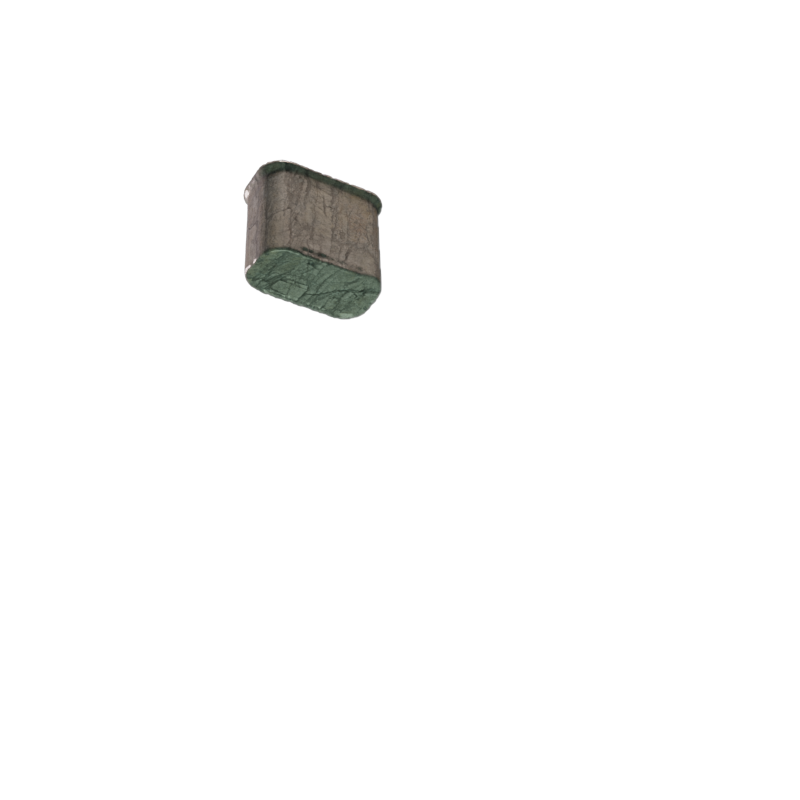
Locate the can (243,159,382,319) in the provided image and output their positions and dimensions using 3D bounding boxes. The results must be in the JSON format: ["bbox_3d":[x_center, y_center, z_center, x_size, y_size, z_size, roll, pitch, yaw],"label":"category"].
[{"bbox_3d":[-0.063,-0.114,0.800,0.098,0.090,0.056,18,-42,-23],"label":"can"}]
